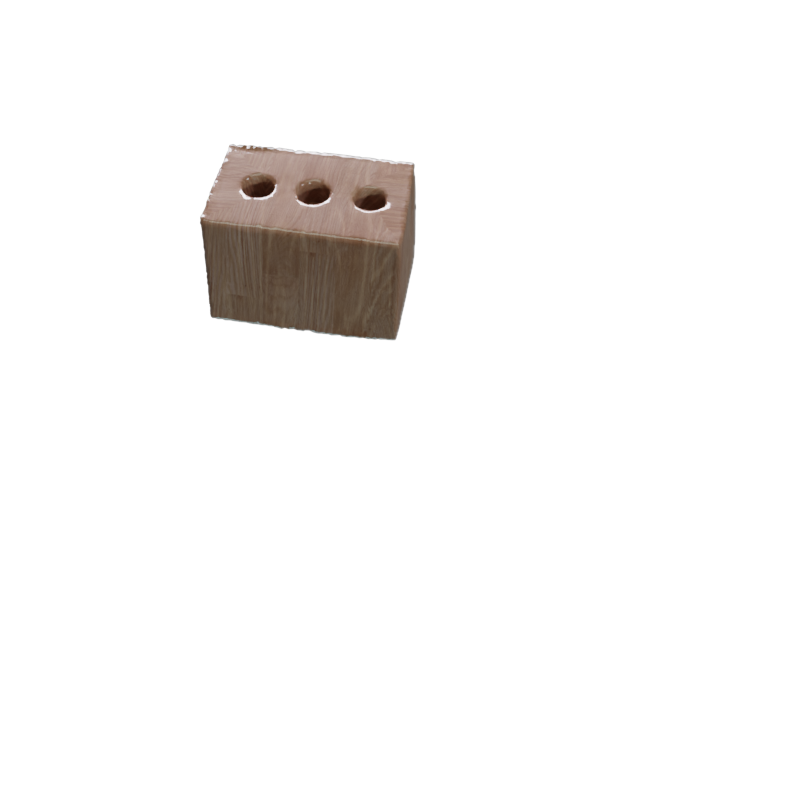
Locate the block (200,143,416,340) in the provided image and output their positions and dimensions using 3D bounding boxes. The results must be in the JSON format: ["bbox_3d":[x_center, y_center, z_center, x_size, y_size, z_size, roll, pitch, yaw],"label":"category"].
[{"bbox_3d":[-0.034,-0.063,0.440,0.079,0.048,0.056,7,44,6],"label":"block"}]
